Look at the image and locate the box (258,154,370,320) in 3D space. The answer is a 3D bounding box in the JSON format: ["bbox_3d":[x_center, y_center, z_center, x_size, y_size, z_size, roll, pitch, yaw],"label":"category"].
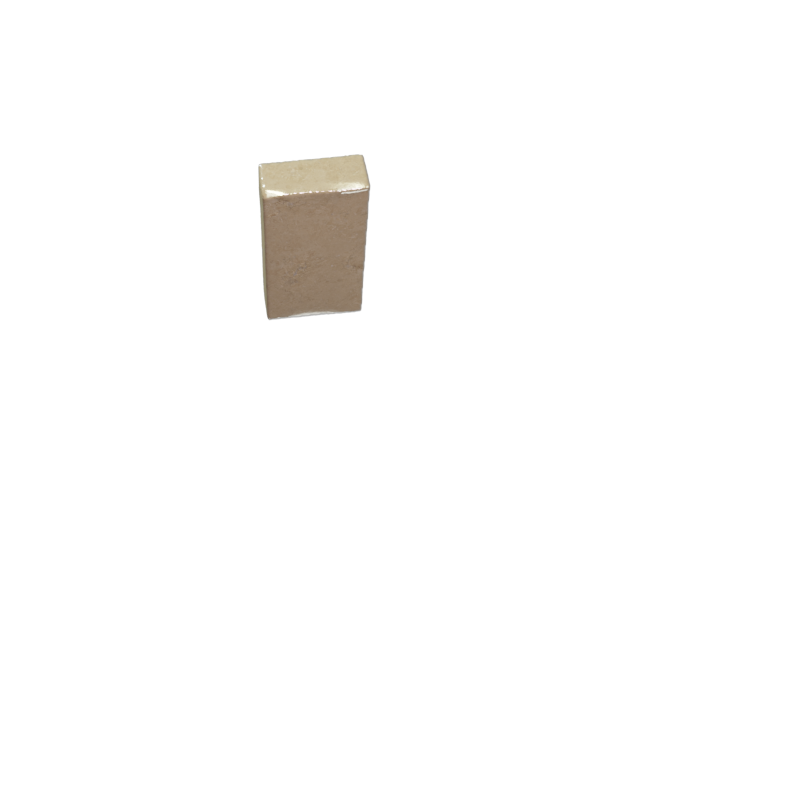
[{"bbox_3d":[-0.078,-0.141,0.993,0.093,0.052,0.165,-6,-31,-7],"label":"box"}]
